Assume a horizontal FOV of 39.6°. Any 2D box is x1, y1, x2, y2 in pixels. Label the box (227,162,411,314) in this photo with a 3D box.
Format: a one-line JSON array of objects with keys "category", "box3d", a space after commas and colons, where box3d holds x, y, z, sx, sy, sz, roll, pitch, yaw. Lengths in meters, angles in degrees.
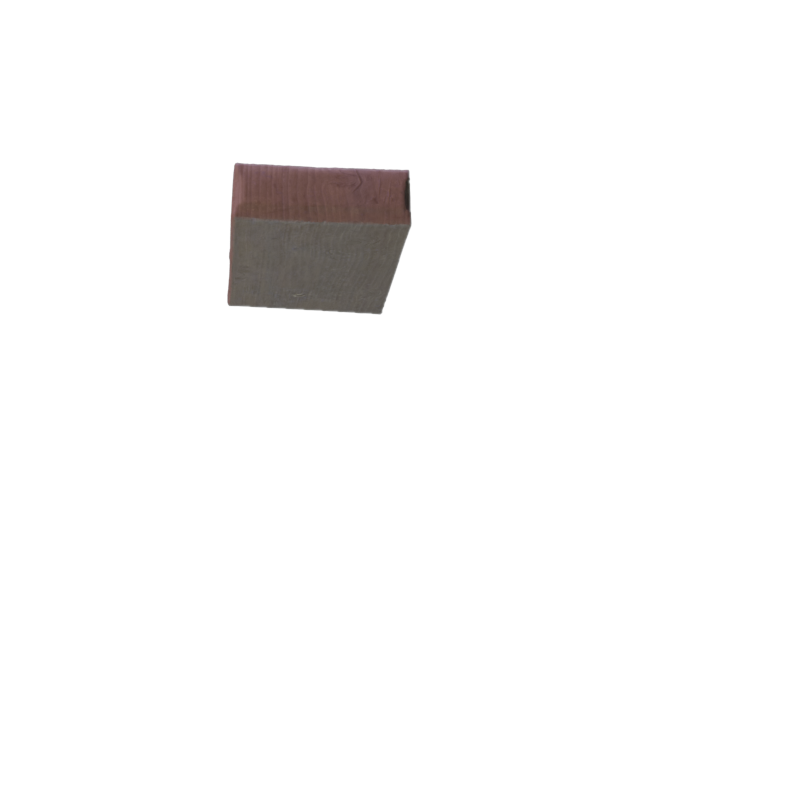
[{"category": "box", "box3d": [-0.038, -0.069, 0.486, 0.072, 0.032, 0.085, 2, -22, -7]}]
